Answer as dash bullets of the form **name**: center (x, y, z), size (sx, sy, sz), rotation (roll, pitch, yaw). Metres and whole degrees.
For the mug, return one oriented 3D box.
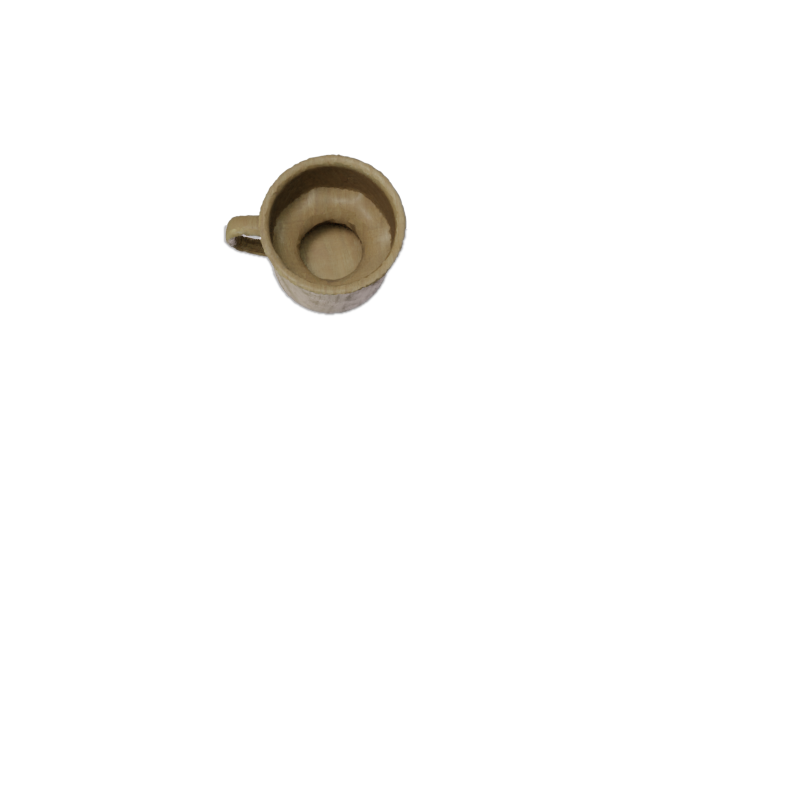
- **mug**: center (-0.057, -0.105, 0.734), size (0.117, 0.097, 0.079), rotation (1, -14, -1)
